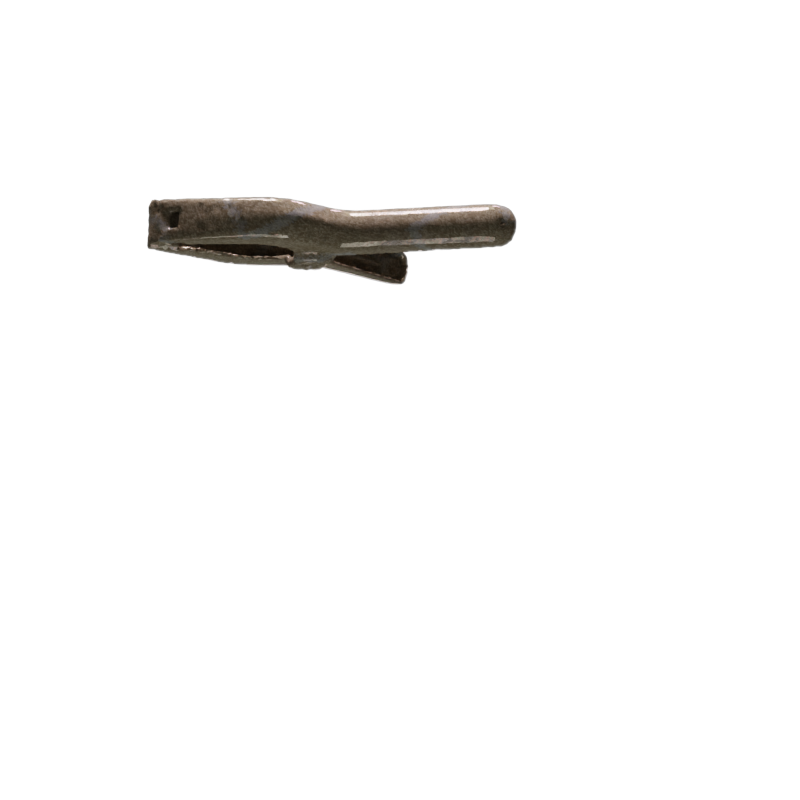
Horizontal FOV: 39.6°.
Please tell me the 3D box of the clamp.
[{"bbox_3d":[-0.055,-0.100,0.698,0.206,0.037,0.164,1,-5,-15],"label":"clamp"}]
